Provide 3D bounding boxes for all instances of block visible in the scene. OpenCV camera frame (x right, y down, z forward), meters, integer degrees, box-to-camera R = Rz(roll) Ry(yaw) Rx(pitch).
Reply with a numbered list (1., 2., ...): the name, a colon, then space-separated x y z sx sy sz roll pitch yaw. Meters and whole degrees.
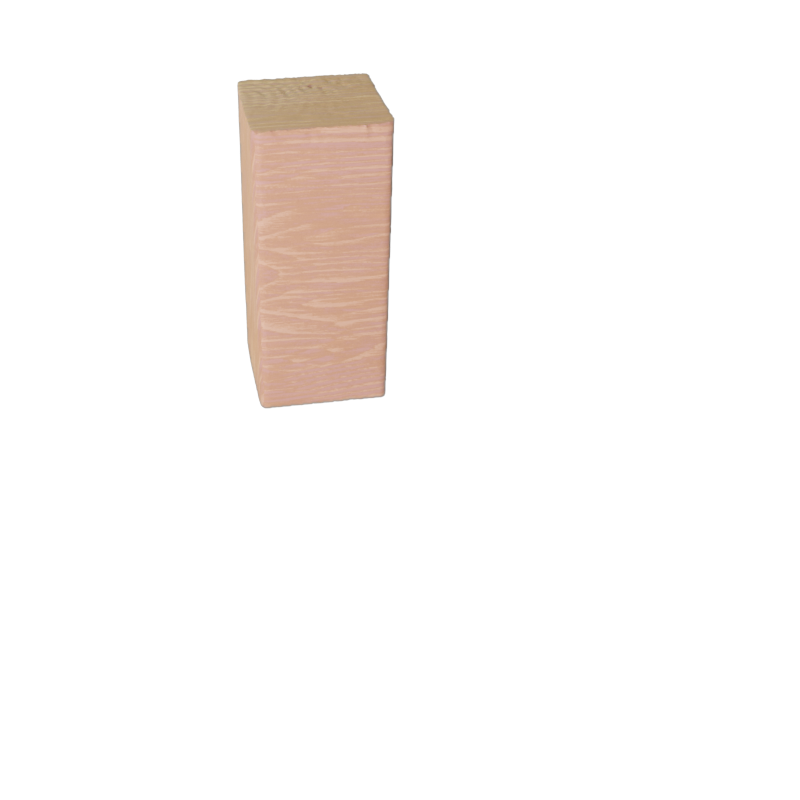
1. block: -0.059 -0.107 0.750 0.090 0.194 0.097 -4 32 -10
